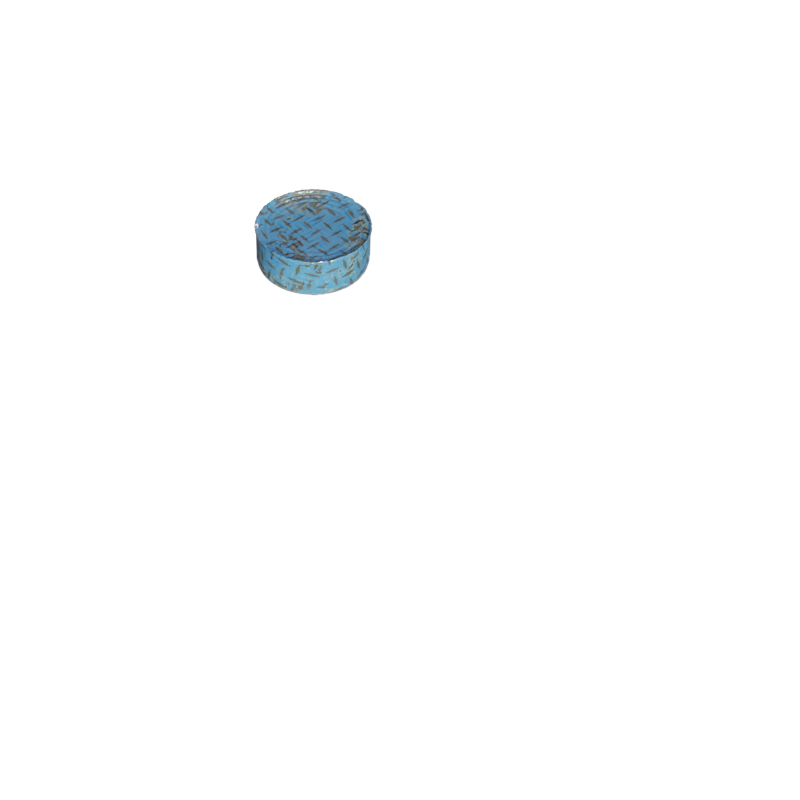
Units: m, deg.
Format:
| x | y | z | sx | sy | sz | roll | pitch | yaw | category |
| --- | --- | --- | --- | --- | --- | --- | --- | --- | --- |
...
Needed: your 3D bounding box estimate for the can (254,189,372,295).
| x | y | z | sx | sy | sz | roll | pitch | yaw | category |
| --- | --- | --- | --- | --- | --- | --- | --- | --- | --- |
| -0.064 | -0.117 | 0.818 | 0.086 | 0.031 | 0.092 | -1 | 44 | -2 | can |
